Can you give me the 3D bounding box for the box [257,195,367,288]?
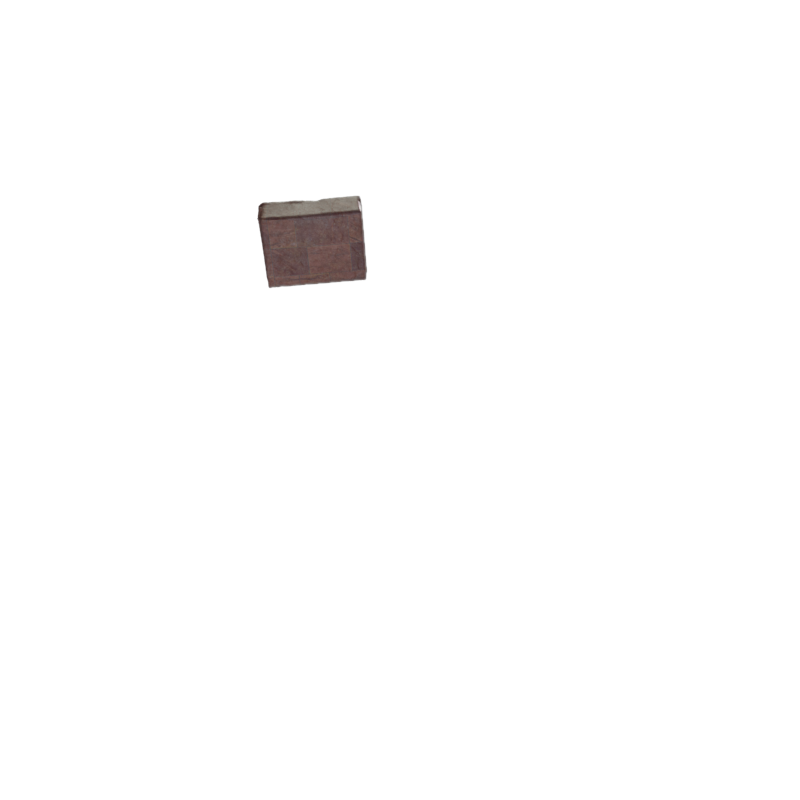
[{"bbox_3d":[-0.076,-0.137,0.963,0.089,0.068,0.032,-4,38,2],"label":"box"}]
